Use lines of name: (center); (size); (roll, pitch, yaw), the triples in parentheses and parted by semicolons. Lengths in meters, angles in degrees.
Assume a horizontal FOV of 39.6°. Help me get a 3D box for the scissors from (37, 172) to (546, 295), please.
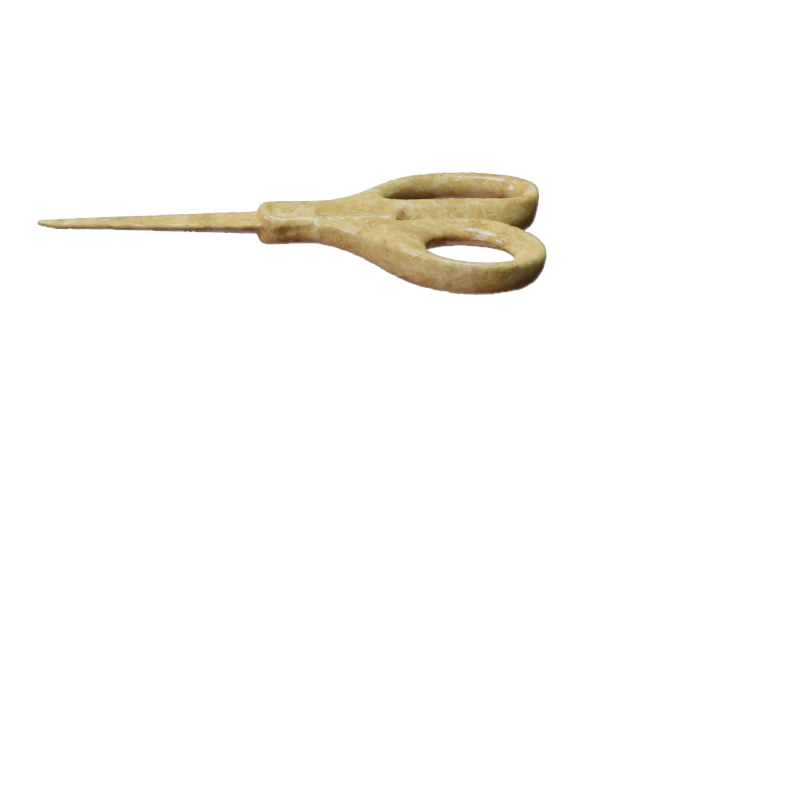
scissors: (-0.033, -0.061, 0.427); (0.199, 0.015, 0.104); (-10, 34, -15)
